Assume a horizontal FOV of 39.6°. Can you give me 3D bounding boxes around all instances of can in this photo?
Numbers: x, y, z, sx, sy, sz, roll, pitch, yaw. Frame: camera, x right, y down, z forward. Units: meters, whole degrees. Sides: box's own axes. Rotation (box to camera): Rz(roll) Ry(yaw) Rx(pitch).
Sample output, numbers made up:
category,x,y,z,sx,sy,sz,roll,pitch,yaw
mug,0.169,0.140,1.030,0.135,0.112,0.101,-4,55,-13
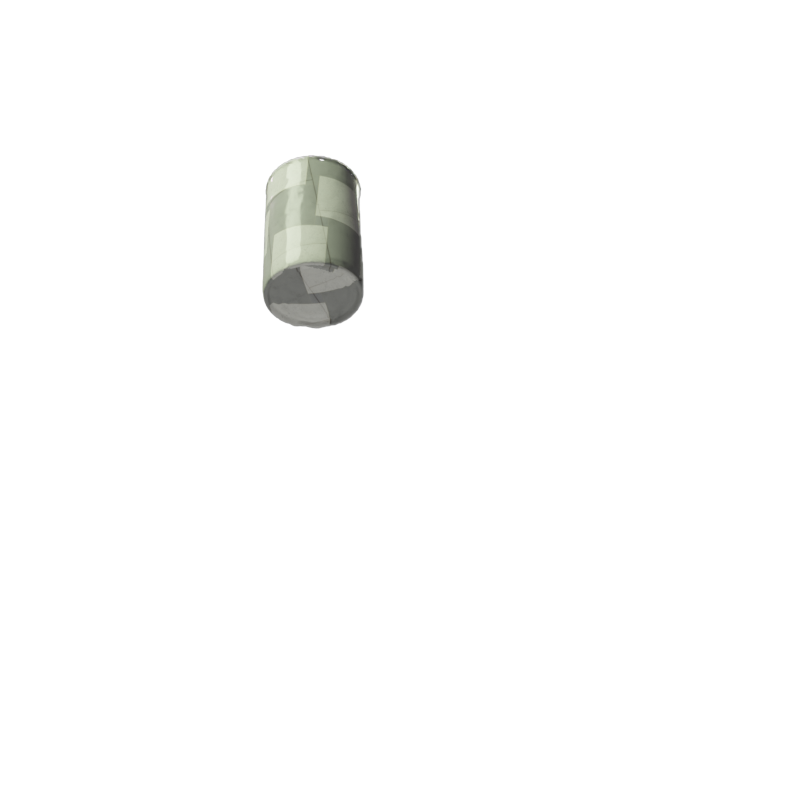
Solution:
category,x,y,z,sx,sy,sz,roll,pitch,yaw
can,-0.059,-0.108,0.755,0.068,0.110,0.064,-1,-41,-3
